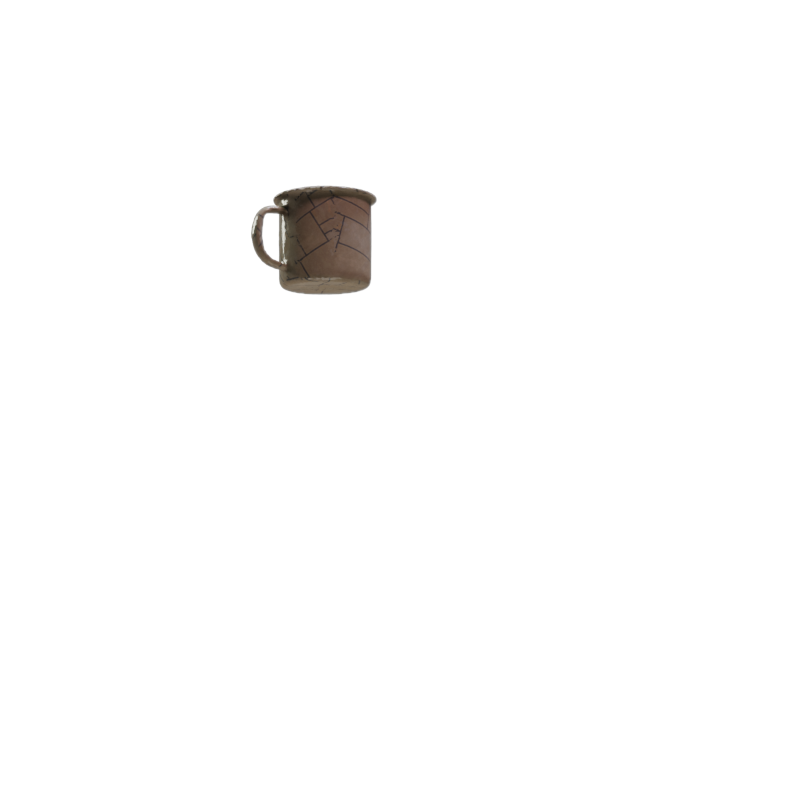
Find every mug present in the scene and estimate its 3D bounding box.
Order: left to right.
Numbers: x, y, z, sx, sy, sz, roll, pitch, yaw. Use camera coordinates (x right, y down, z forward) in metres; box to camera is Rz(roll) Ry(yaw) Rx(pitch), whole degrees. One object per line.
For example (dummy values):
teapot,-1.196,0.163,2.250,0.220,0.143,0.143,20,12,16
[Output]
mug,-0.077,-0.140,0.979,0.112,0.084,0.095,4,-9,-32
